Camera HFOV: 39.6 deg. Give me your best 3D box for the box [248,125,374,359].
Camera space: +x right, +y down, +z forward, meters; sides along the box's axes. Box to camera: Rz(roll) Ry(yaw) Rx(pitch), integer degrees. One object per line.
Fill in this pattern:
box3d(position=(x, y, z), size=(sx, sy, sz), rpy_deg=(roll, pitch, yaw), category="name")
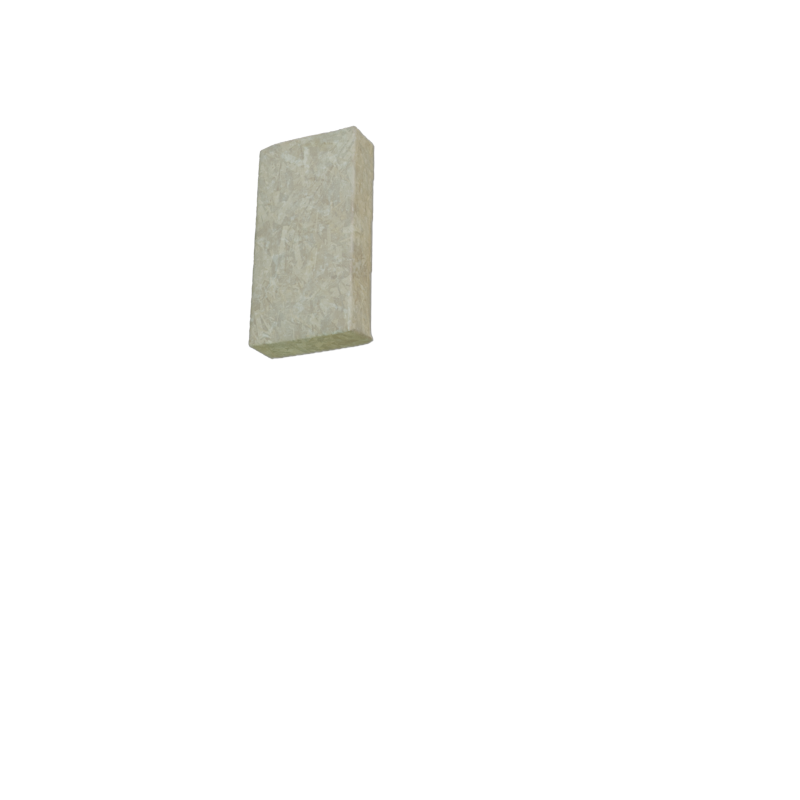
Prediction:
box3d(position=(-0.070, -0.127, 0.889), size=(0.095, 0.185, 0.045), rpy_deg=(-10, -22, 24), category="box")
